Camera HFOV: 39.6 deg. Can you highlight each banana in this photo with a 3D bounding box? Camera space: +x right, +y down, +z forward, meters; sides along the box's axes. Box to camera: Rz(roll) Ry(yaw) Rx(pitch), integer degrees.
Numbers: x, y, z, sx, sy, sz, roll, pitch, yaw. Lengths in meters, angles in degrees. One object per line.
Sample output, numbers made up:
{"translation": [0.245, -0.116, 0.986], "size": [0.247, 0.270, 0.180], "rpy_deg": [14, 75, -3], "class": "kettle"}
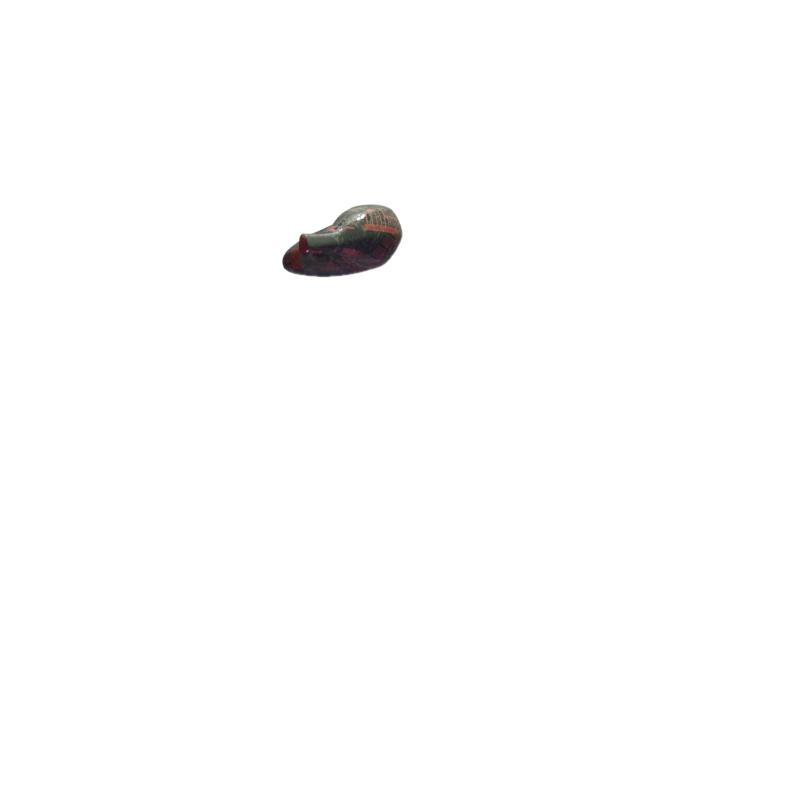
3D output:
{"translation": [-0.037, -0.102, 0.712], "size": [0.069, 0.037, 0.198], "rpy_deg": [0, 2, -8], "class": "banana"}
